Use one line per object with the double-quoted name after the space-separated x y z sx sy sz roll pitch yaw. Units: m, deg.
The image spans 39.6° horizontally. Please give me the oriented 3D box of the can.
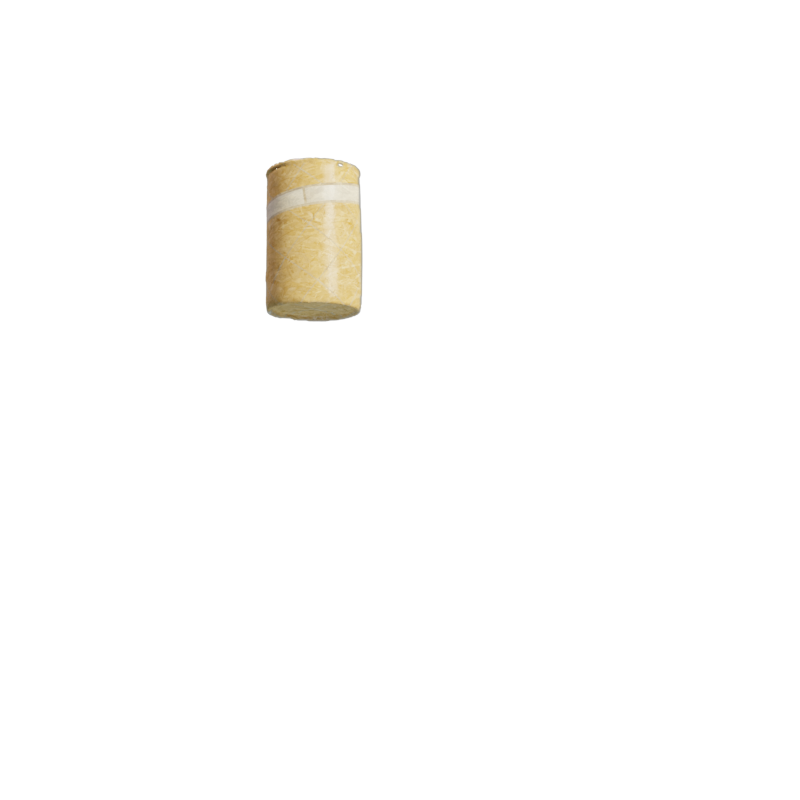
-0.061 -0.111 0.780 0.068 0.106 0.066 0 -13 -2 "can"
